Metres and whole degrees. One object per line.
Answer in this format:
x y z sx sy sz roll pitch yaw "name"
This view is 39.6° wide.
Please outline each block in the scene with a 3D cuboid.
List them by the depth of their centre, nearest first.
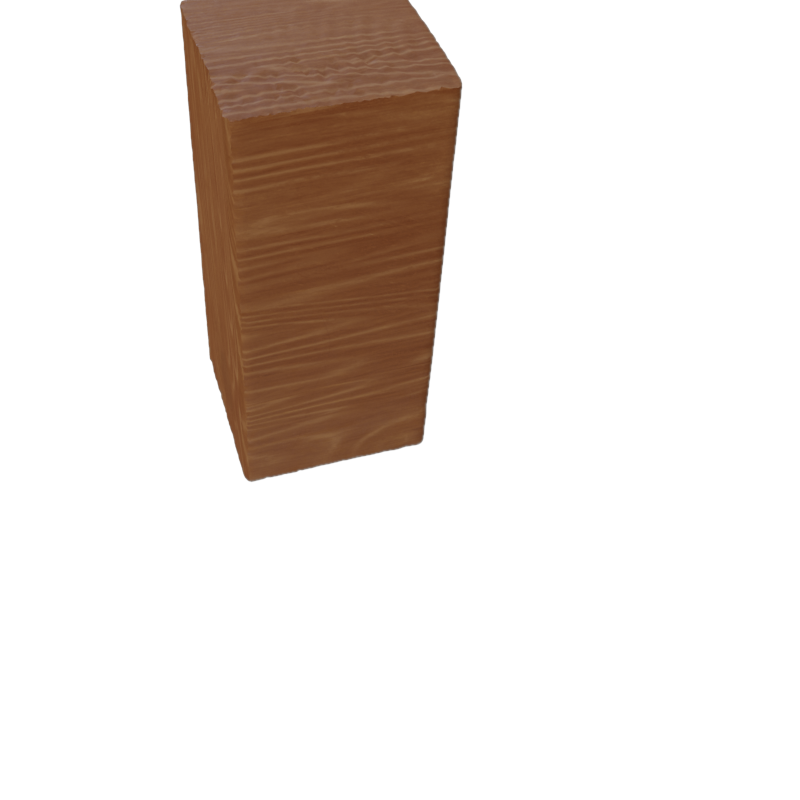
-0.038 -0.070 0.488 0.090 0.192 0.098 -11 48 -14 "block"
